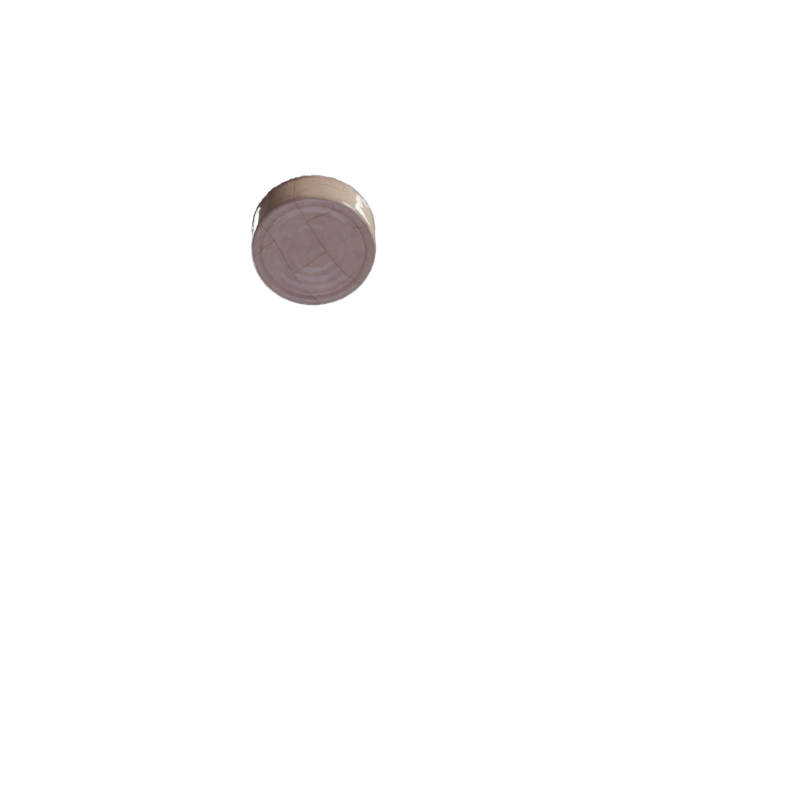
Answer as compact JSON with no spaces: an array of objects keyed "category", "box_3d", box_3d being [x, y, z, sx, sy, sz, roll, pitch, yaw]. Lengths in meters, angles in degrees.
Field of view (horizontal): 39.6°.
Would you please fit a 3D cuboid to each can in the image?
[{"category":"can","box_3d":[-0.059,-0.108,0.755,0.086,0.081,0.036,1,31,-1]}]
